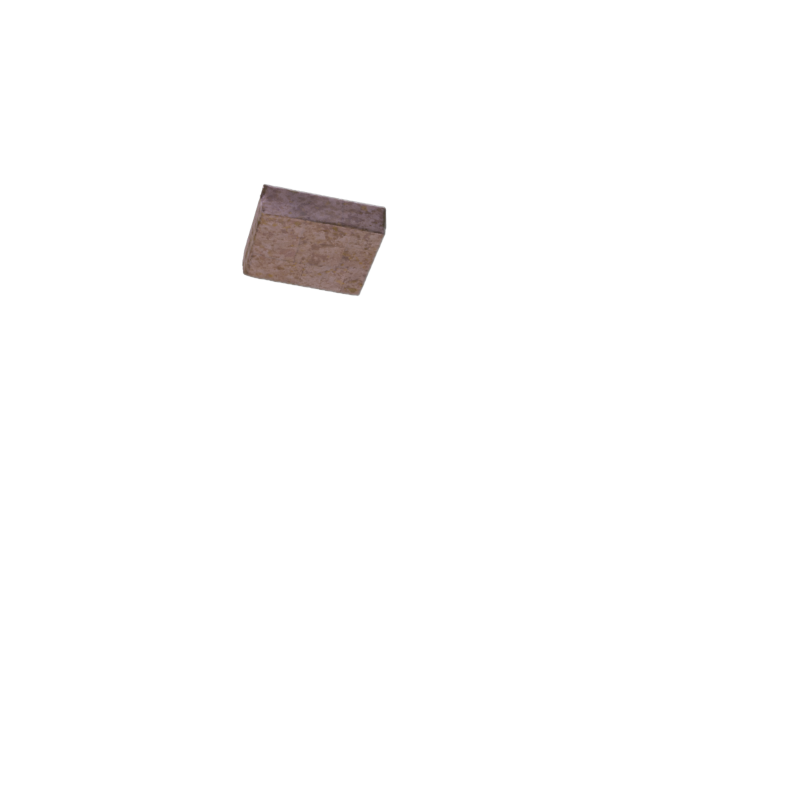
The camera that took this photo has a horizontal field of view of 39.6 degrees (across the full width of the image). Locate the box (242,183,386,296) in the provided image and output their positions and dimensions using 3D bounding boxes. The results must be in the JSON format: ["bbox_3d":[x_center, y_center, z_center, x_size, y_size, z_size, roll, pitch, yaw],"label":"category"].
[{"bbox_3d":[-0.077,-0.140,0.983,0.111,0.042,0.085,9,-38,-12],"label":"box"}]
